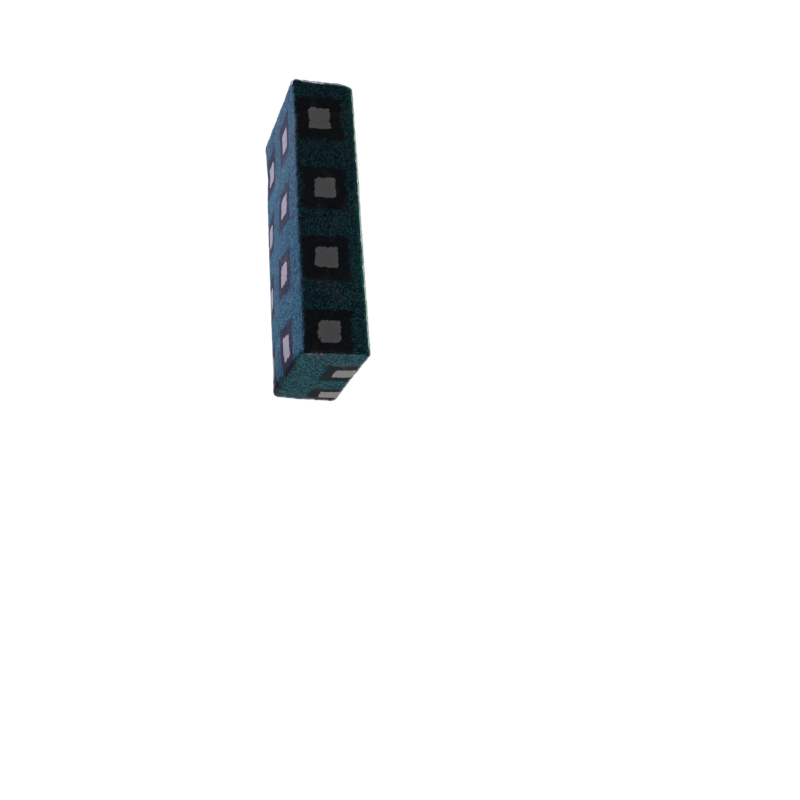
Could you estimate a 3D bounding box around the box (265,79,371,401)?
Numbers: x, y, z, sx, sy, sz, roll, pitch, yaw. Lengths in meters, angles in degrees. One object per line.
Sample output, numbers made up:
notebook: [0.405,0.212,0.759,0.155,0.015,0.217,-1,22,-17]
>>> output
box: [-0.053,-0.097,0.677,0.047,0.186,0.091,5,-23,-16]
